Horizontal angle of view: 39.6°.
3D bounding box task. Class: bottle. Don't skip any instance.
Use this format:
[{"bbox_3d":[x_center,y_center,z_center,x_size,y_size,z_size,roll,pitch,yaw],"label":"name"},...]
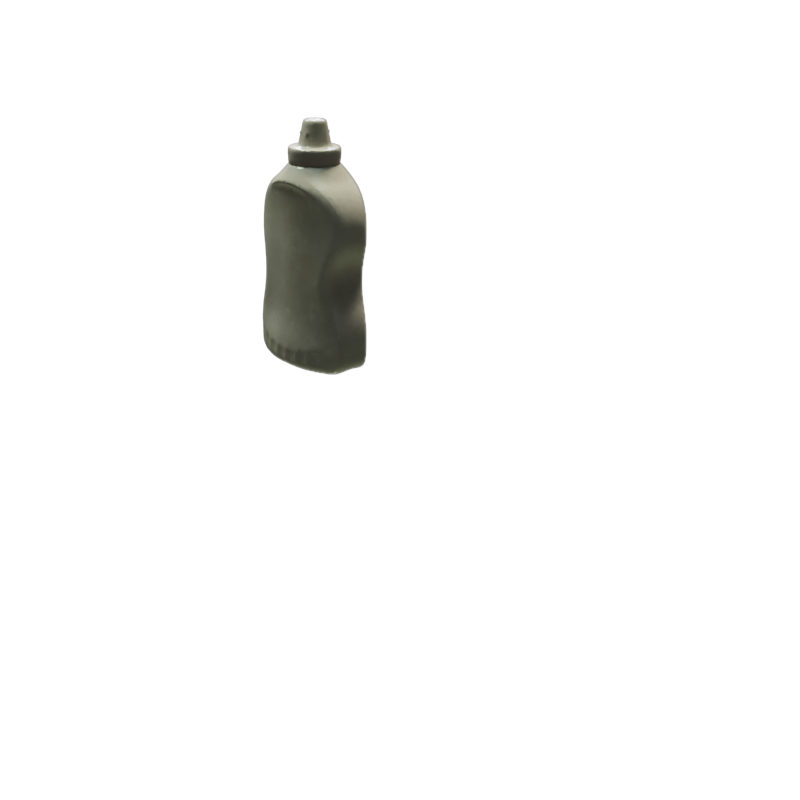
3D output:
[{"bbox_3d":[-0.067,-0.123,0.861,0.057,0.185,0.102,-12,22,-38],"label":"bottle"}]
